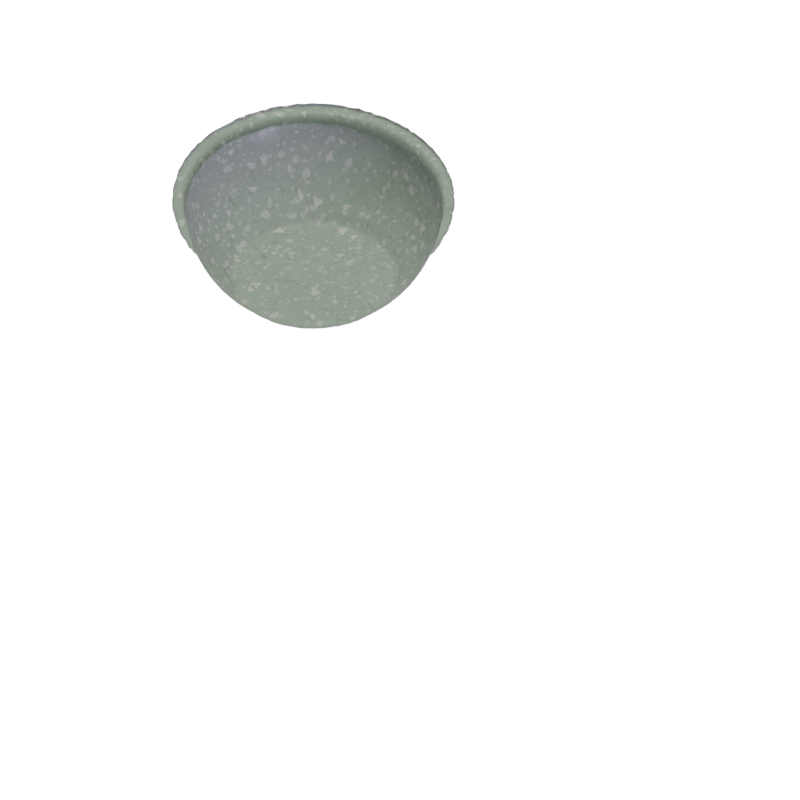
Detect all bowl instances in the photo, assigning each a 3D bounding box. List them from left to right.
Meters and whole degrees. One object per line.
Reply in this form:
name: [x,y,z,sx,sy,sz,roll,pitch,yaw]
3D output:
bowl: [-0.049,-0.088,0.620,0.162,0.059,0.151,1,-37,-2]
